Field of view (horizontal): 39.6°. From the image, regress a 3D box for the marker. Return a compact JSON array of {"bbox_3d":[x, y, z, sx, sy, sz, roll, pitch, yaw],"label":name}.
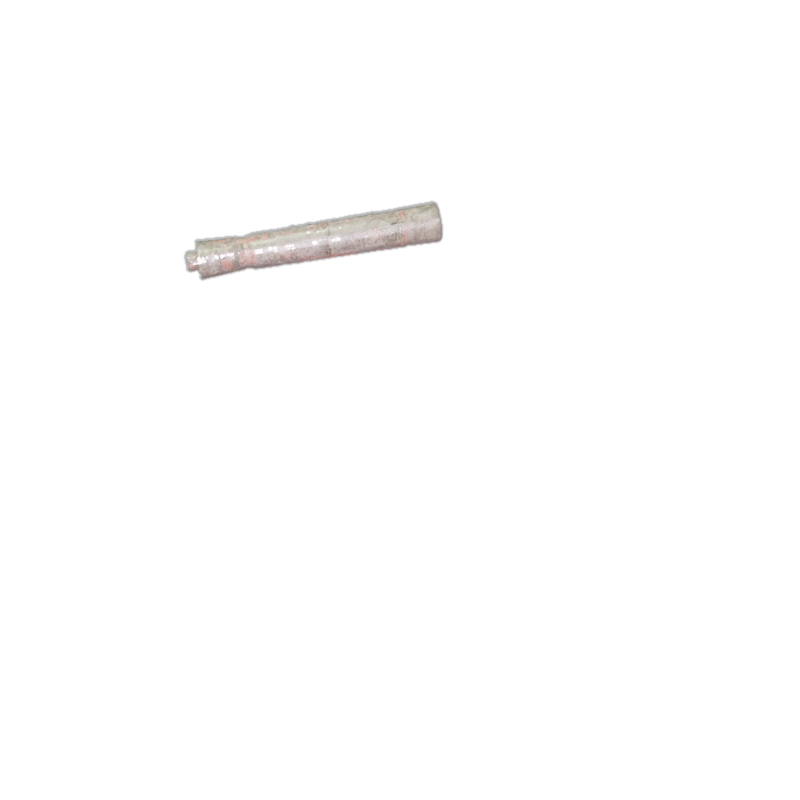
[{"bbox_3d":[-0.041,-0.075,0.525,0.121,0.020,0.020,-9,5,-2],"label":"marker"}]
